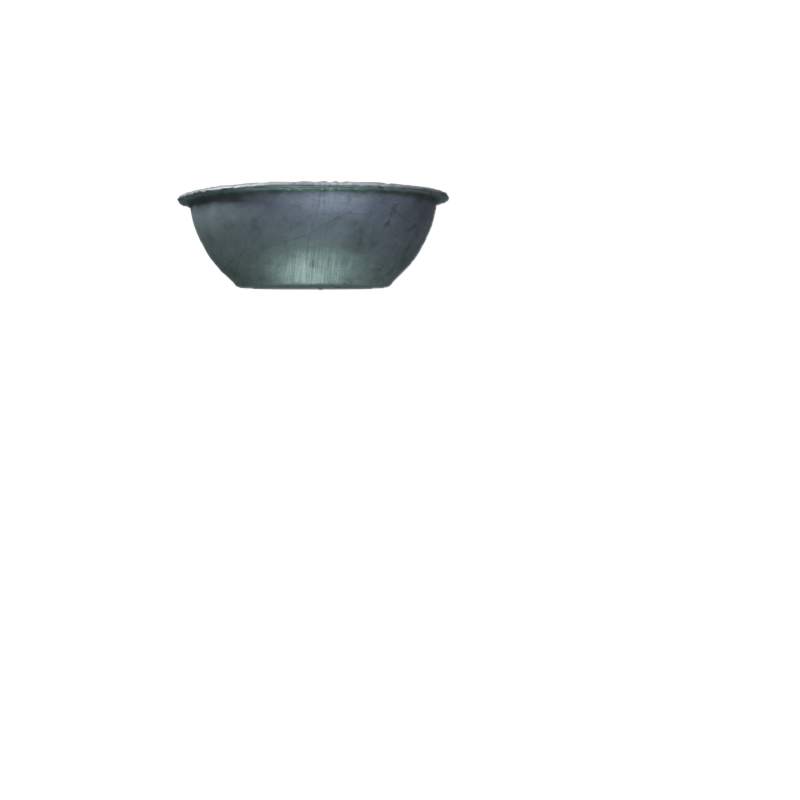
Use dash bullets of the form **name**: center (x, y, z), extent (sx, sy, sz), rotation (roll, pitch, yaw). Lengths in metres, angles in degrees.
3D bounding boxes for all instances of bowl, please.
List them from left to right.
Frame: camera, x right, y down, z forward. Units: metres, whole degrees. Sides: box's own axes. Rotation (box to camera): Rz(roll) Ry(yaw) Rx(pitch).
- **bowl**: center (-0.052, -0.094, 0.661), extent (0.162, 0.055, 0.162), rotation (0, 3, -2)
